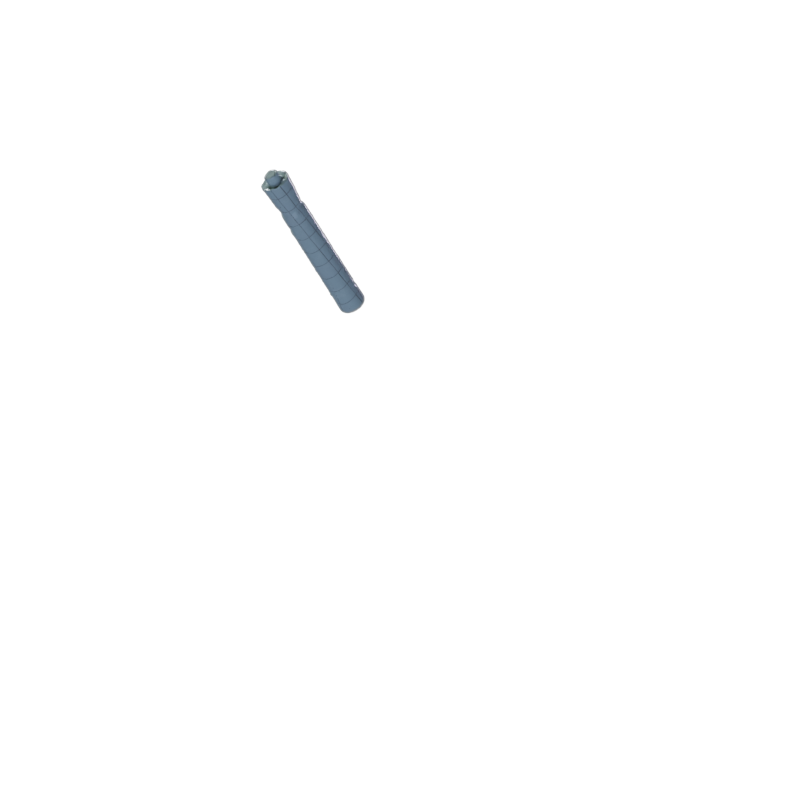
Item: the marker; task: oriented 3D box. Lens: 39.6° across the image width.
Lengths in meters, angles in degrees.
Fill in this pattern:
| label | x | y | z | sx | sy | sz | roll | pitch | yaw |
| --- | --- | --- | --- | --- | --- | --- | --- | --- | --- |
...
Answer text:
| label | x | y | z | sx | sy | sz | roll | pitch | yaw |
| --- | --- | --- | --- | --- | --- | --- | --- | --- | --- |
| marker | -0.057 | -0.103 | 0.722 | 0.020 | 0.020 | 0.112 | 2 | -40 | 37 |
